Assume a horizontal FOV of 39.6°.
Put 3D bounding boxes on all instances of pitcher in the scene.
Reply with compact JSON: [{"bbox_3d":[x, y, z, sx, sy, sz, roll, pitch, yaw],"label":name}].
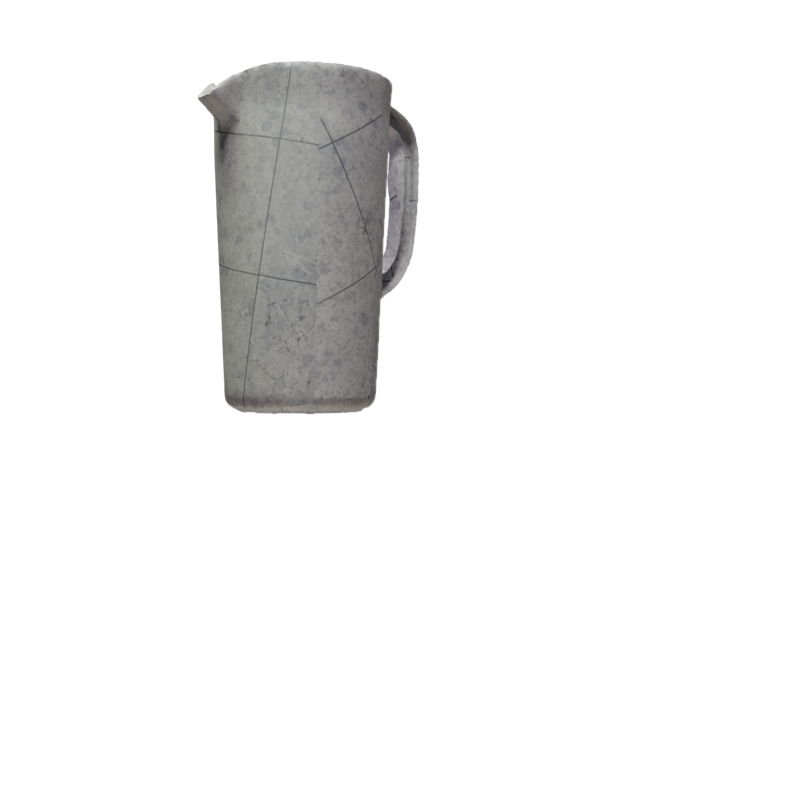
[{"bbox_3d":[-0.063,-0.115,0.806,0.150,0.246,0.142,-1,-4,6],"label":"pitcher"}]
